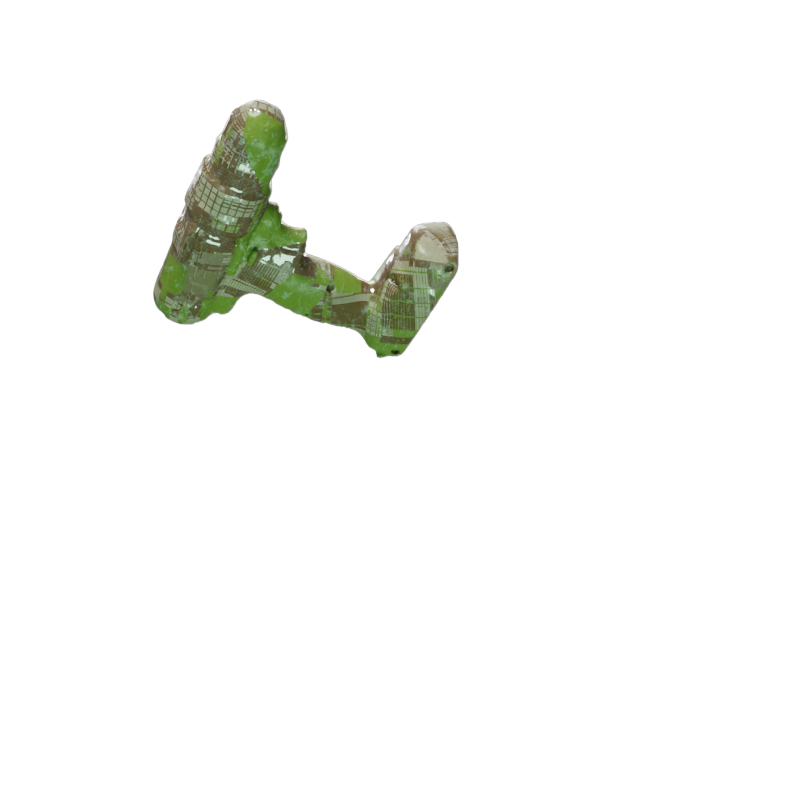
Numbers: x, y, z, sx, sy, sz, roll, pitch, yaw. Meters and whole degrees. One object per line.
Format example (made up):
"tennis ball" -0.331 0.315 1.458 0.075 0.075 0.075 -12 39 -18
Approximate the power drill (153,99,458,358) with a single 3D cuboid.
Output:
"power drill" -0.059 -0.108 0.756 0.182 0.062 0.177 17 -47 -17
